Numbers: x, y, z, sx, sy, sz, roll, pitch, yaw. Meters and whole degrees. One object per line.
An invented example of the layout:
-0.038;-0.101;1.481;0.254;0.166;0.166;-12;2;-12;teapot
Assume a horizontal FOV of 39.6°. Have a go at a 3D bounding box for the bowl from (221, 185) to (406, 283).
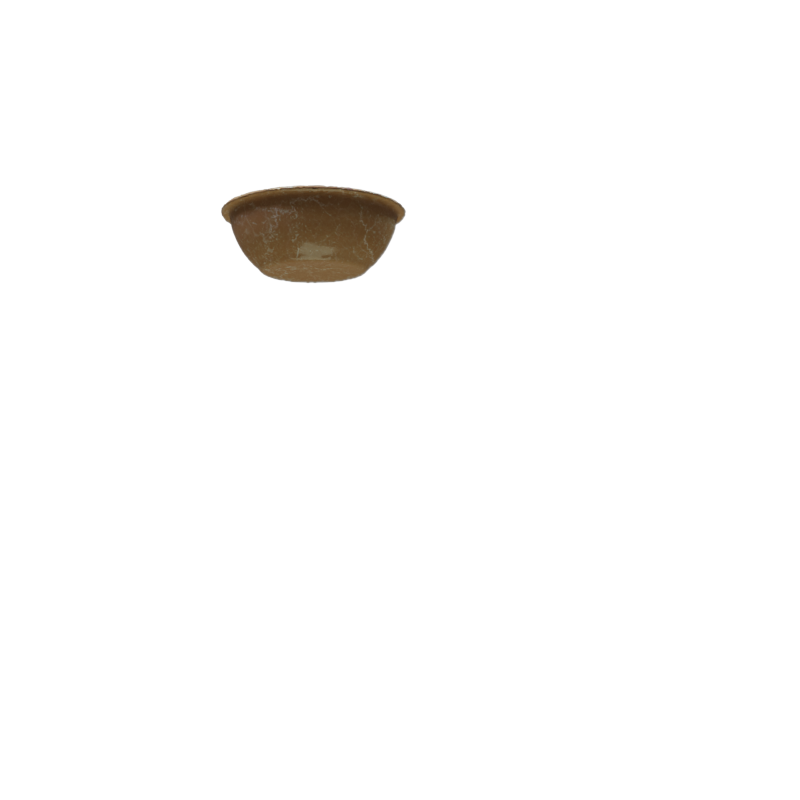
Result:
-0.076;-0.138;0.967;0.162;0.057;0.158;0;-7;-2;bowl
